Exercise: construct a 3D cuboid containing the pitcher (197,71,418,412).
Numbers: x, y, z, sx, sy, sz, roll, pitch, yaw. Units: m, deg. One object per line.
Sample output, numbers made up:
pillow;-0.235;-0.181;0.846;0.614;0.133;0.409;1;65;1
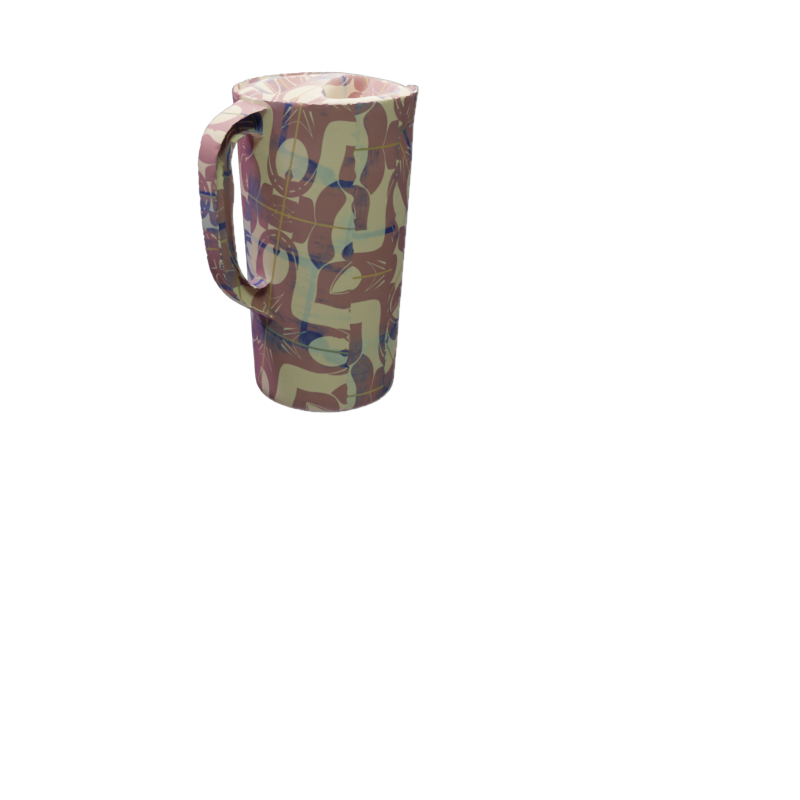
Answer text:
pitcher;-0.064;-0.117;0.819;0.150;0.233;0.151;1;20;1
